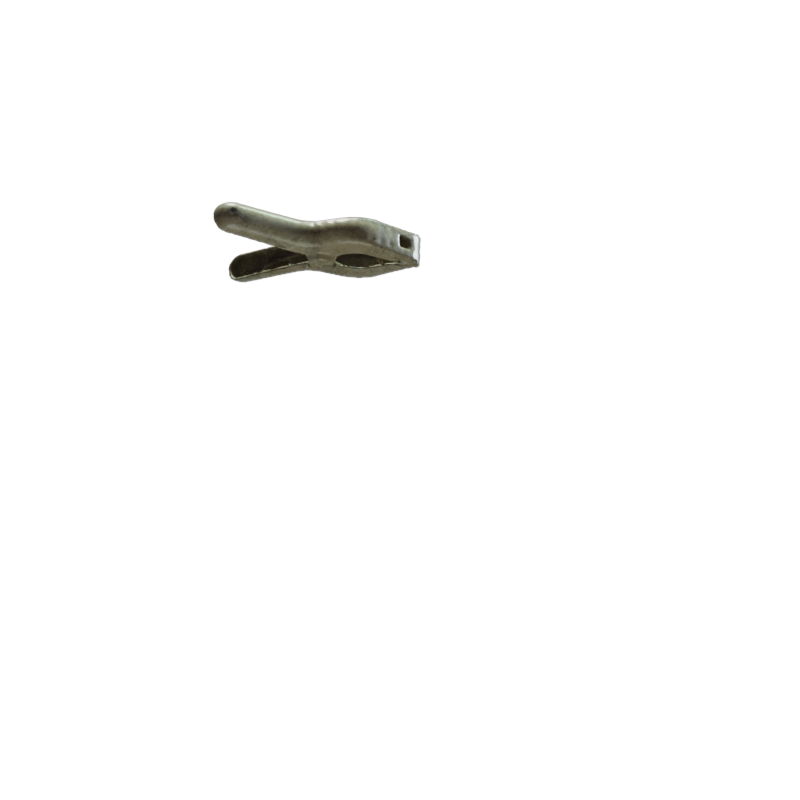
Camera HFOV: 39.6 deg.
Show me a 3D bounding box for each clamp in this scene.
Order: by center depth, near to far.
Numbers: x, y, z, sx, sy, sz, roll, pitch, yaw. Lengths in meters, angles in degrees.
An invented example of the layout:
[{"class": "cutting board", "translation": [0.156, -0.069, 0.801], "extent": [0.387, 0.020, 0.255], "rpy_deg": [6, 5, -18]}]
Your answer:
[{"class": "clamp", "translation": [-0.071, -0.130, 0.910], "extent": [0.173, 0.041, 0.114], "rpy_deg": [-2, -13, 9]}]
